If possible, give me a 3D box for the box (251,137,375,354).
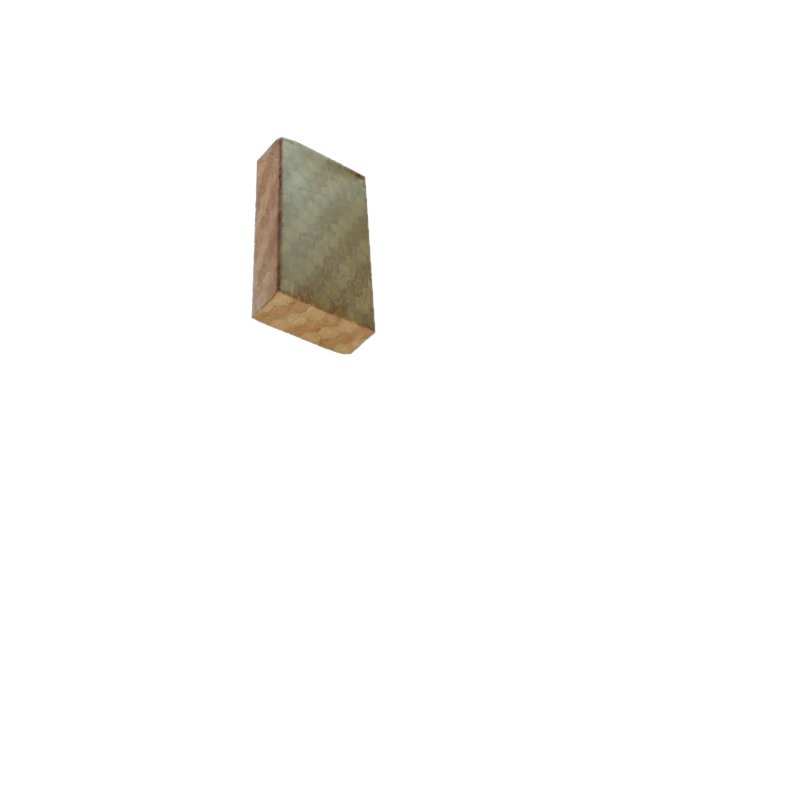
[{"bbox_3d":[-0.071,-0.129,0.902,0.089,0.189,0.047,21,-44,-28],"label":"box"}]
